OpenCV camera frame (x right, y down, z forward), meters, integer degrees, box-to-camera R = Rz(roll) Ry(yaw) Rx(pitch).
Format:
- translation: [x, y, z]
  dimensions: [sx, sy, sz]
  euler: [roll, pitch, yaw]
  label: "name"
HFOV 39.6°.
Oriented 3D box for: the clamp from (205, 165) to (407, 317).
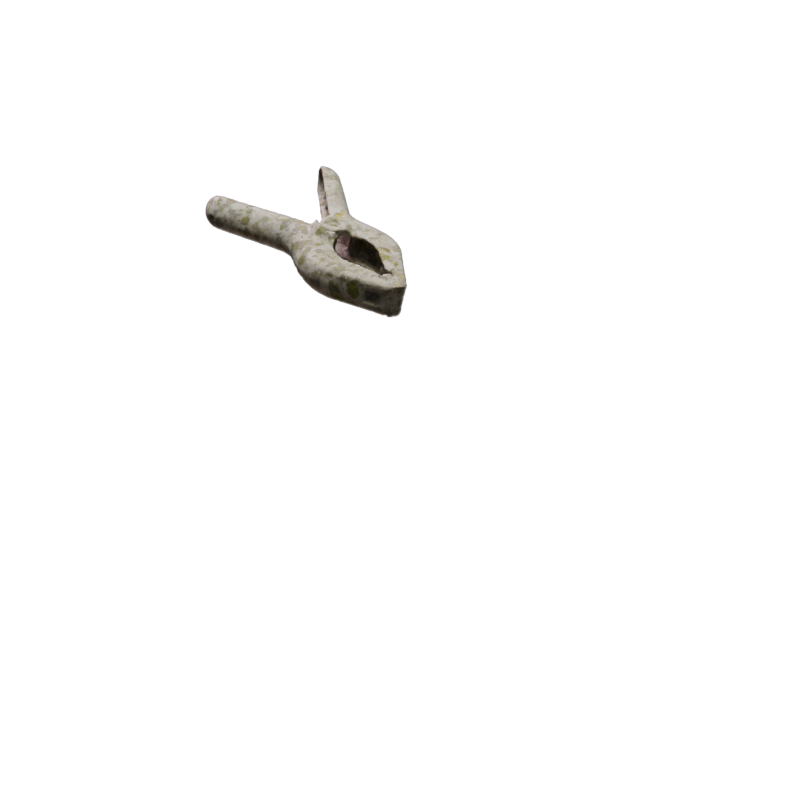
- translation: [-0.064, -0.117, 0.821]
  dimensions: [0.119, 0.037, 0.185]
  euler: [-20, 44, -22]
  label: "clamp"
